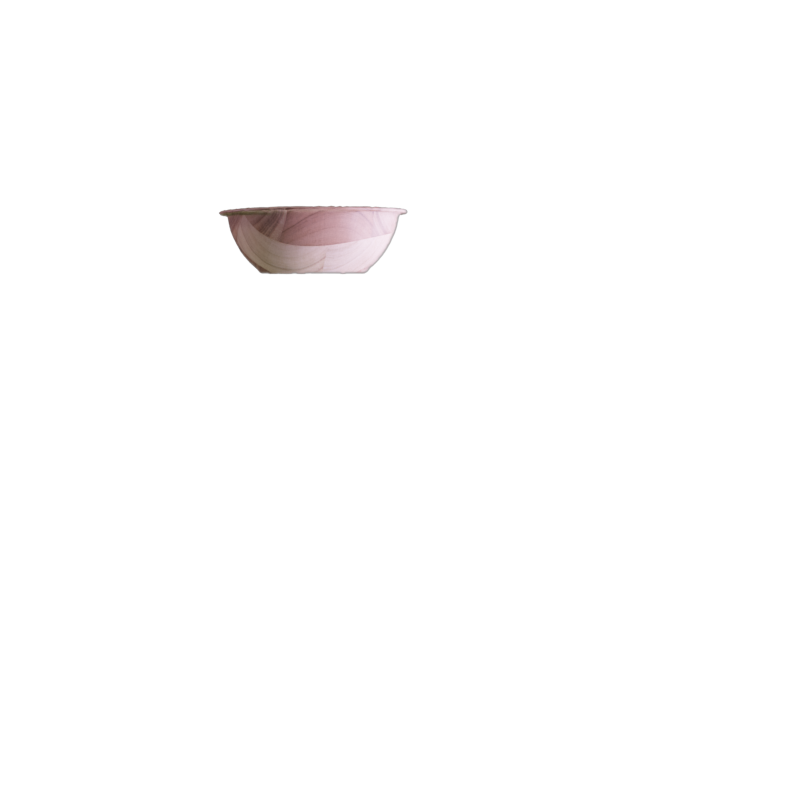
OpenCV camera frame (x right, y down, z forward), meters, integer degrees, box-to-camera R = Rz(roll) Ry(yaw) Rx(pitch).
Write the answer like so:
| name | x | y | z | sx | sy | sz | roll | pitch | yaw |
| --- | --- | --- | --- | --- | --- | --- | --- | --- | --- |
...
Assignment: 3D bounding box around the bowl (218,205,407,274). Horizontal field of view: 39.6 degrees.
| name | x | y | z | sx | sy | sz | roll | pitch | yaw |
| --- | --- | --- | --- | --- | --- | --- | --- | --- | --- |
| bowl | -0.074 | -0.136 | 0.951 | 0.162 | 0.055 | 0.163 | 0 | 6 | -2 |
